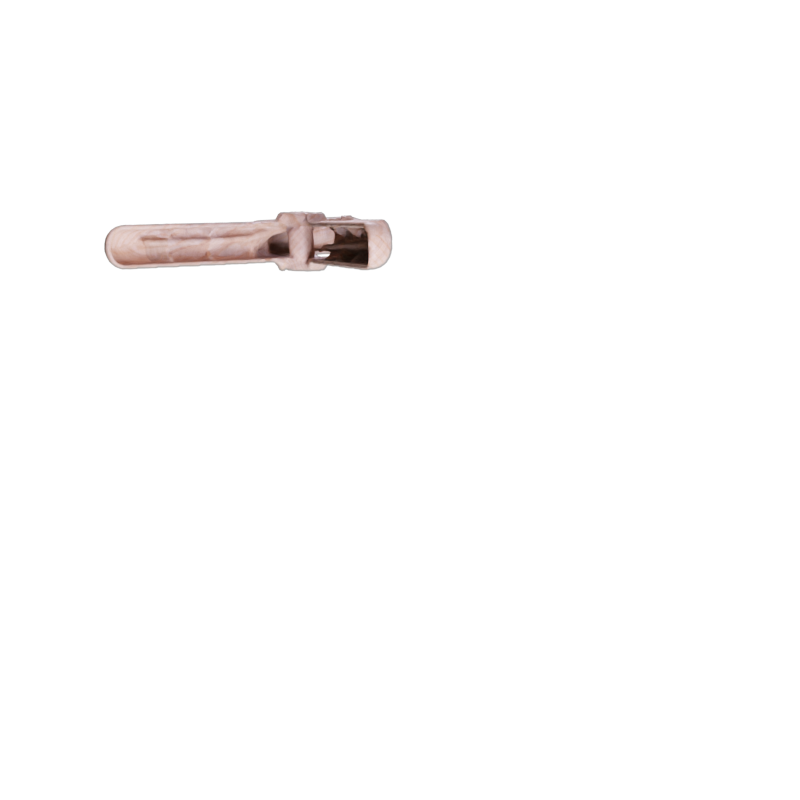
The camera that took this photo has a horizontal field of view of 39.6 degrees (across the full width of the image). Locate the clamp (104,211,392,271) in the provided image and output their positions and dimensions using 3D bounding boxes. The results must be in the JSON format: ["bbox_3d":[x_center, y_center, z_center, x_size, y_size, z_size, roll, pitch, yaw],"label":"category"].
[{"bbox_3d":[-0.052,-0.096,0.671,0.170,0.036,0.206,4,11,24],"label":"clamp"}]
